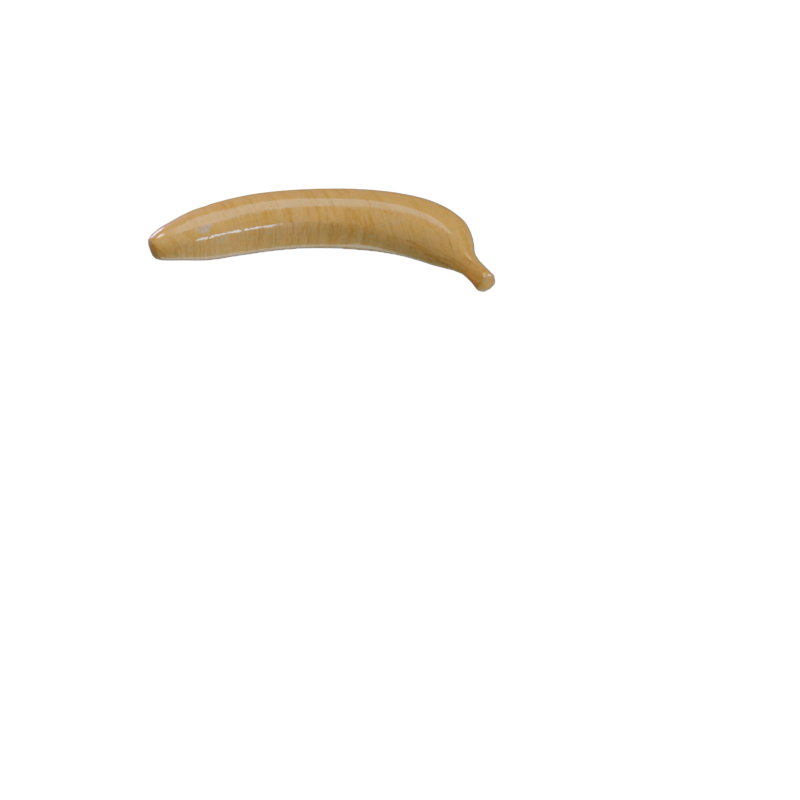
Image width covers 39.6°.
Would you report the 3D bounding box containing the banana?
[{"bbox_3d":[-0.044,-0.099,0.645,0.200,0.035,0.073,5,30,8],"label":"banana"}]
